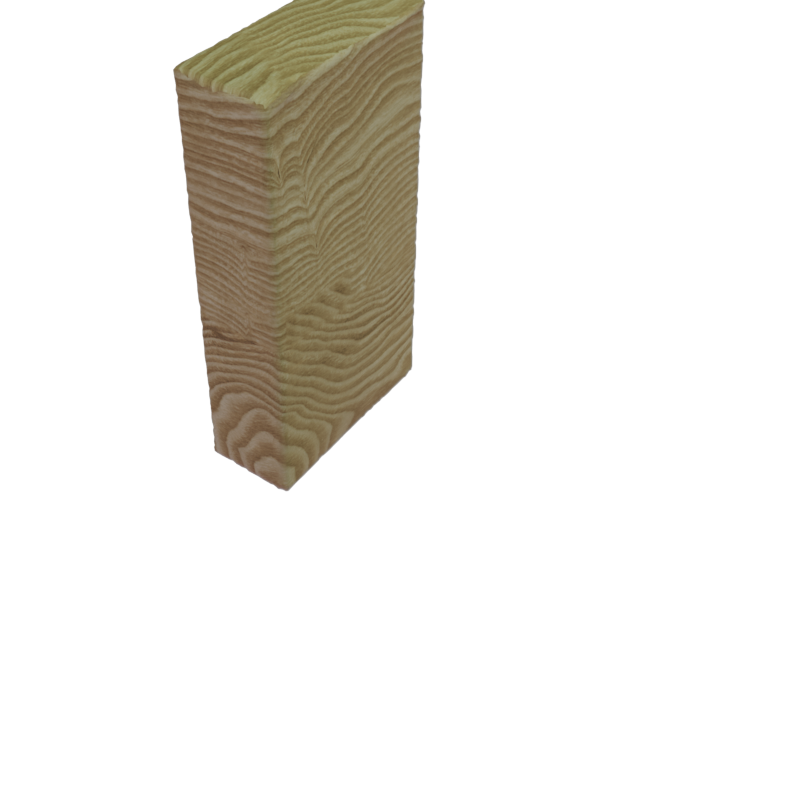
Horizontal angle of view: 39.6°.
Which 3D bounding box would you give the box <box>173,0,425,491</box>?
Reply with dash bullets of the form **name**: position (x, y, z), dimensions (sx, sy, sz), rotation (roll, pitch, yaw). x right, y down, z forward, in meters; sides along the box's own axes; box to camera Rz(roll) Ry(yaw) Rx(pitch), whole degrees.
- **box**: position (-0.033, -0.060, 0.420), dimensions (0.051, 0.164, 0.095), rotation (26, 47, 23)
